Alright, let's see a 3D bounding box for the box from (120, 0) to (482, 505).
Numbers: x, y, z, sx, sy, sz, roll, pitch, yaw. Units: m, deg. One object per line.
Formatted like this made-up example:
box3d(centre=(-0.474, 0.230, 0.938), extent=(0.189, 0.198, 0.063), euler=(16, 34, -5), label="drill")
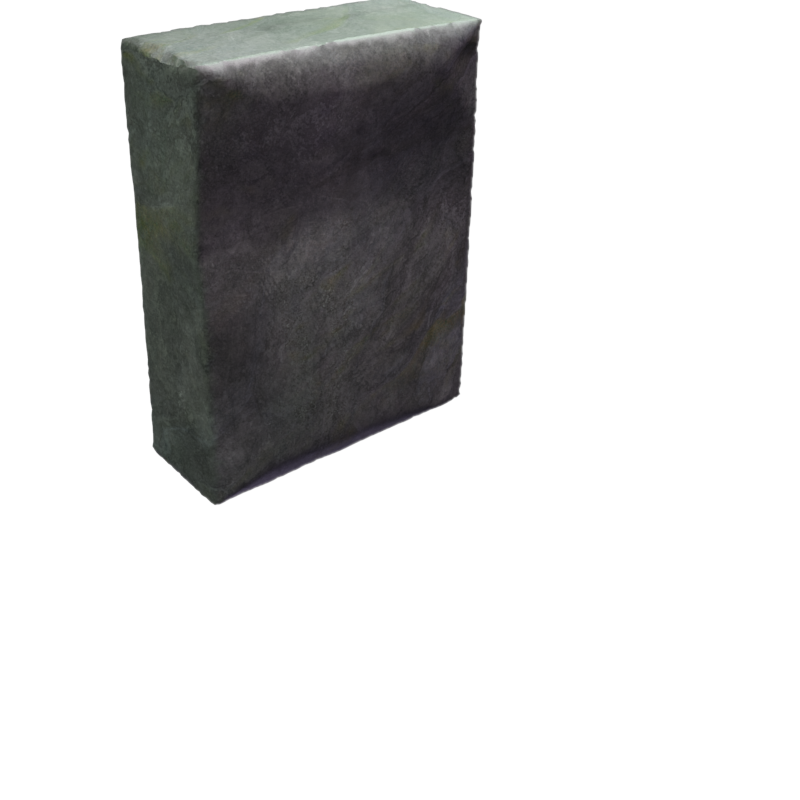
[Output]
box3d(centre=(-0.043, -0.078, 0.544), extent=(0.162, 0.202, 0.077), euler=(-19, 33, -35), label="box")
